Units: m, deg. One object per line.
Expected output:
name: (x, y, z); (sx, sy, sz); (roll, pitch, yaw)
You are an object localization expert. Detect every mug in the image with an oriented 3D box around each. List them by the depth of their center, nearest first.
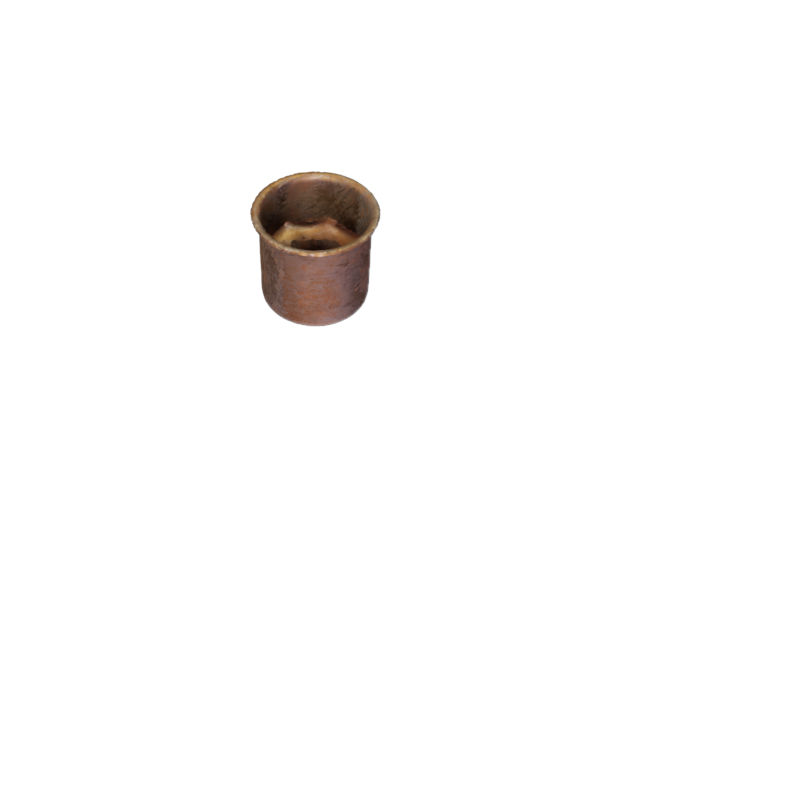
mug: (-0.065, -0.118, 0.828); (0.092, 0.126, 0.076); (-6, -44, -7)
